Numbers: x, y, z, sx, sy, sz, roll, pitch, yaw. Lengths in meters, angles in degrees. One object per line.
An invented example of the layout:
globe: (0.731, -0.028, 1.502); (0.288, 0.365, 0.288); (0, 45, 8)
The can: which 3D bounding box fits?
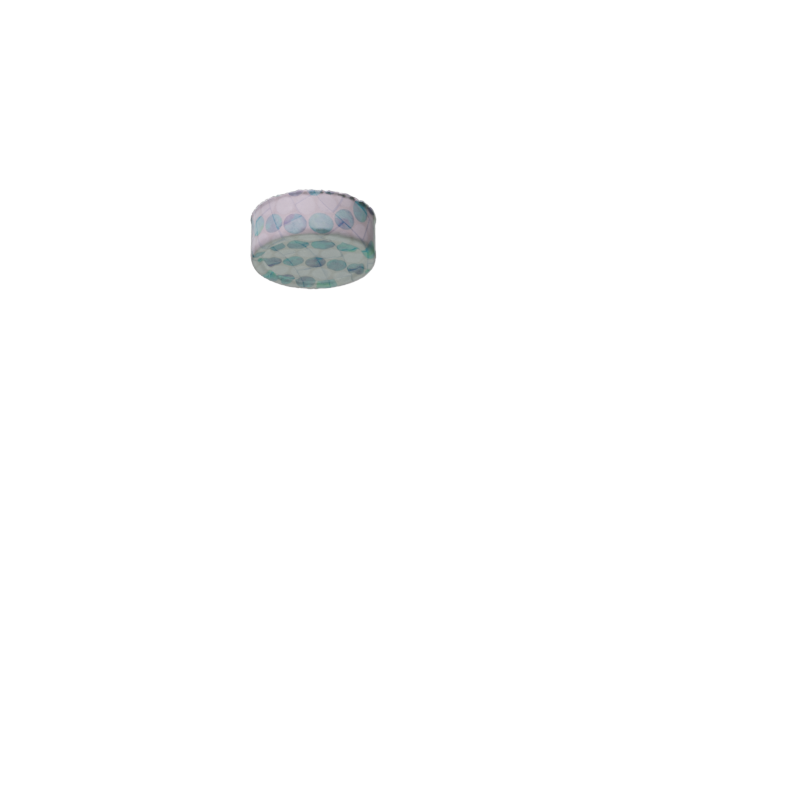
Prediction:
can: (-0.059, -0.107, 0.750); (0.086, 0.035, 0.081); (0, -21, -2)
